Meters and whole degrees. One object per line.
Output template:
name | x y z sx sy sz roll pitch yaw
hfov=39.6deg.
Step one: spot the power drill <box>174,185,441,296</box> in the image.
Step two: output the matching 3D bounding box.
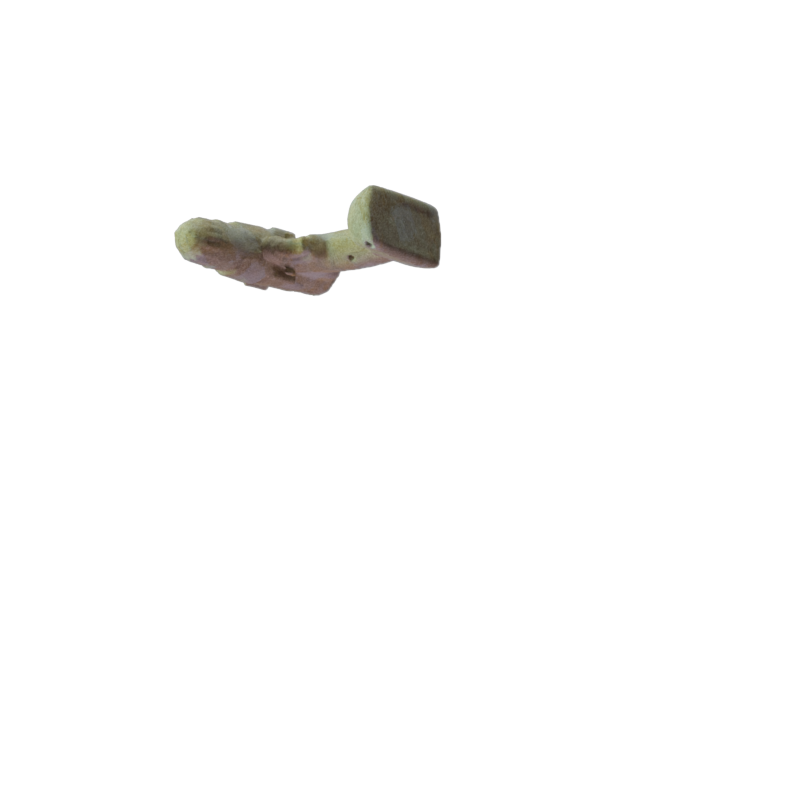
power drill | -0.075 -0.136 0.954 0.193 0.059 0.175 -5 -8 40
